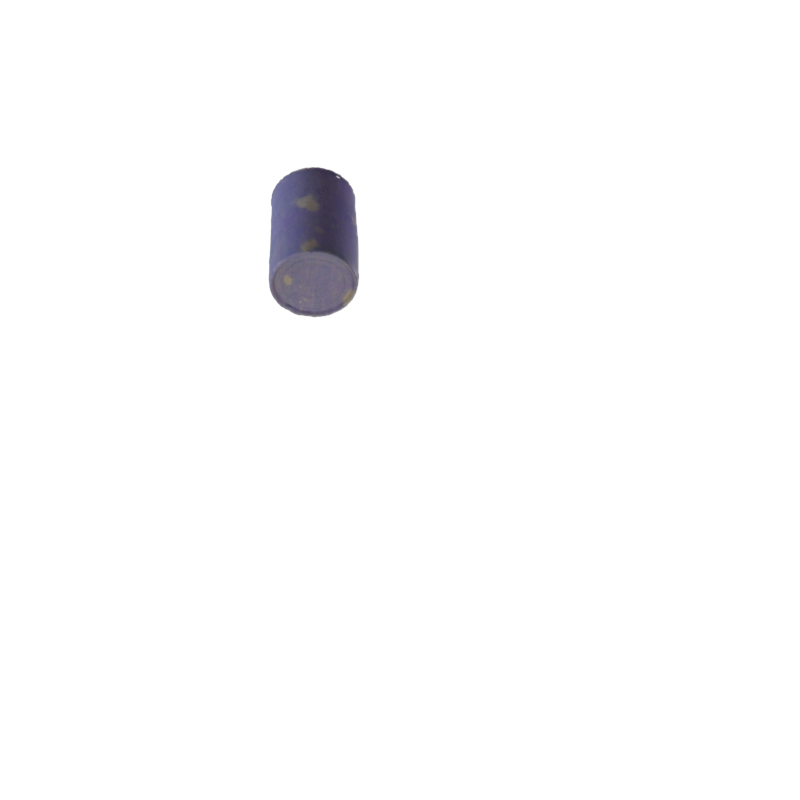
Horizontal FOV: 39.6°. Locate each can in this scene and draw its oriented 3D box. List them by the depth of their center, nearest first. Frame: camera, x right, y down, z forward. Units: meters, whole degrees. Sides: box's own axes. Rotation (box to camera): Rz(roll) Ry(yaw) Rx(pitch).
[{"bbox_3d":[-0.067,-0.121,0.851,0.068,0.064,0.110,-1,44,-3],"label":"can"}]
